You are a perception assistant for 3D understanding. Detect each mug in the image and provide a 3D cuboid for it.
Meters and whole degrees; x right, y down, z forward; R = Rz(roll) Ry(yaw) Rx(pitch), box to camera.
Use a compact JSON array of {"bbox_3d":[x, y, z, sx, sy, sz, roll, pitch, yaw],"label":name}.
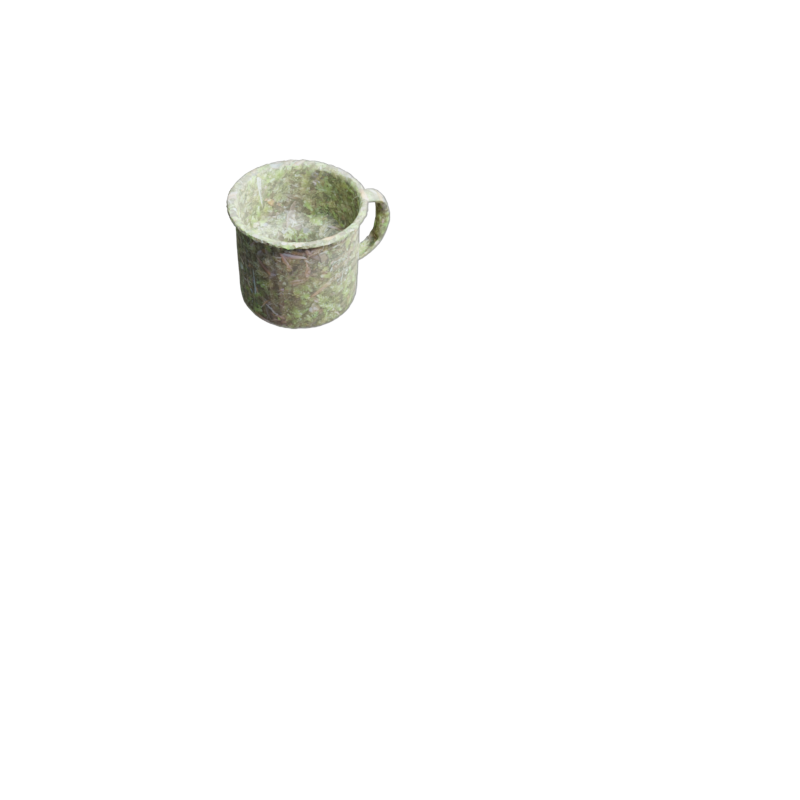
[{"bbox_3d":[-0.059,-0.107,0.752,0.116,0.076,0.100,-24,50,-24],"label":"mug"}]
